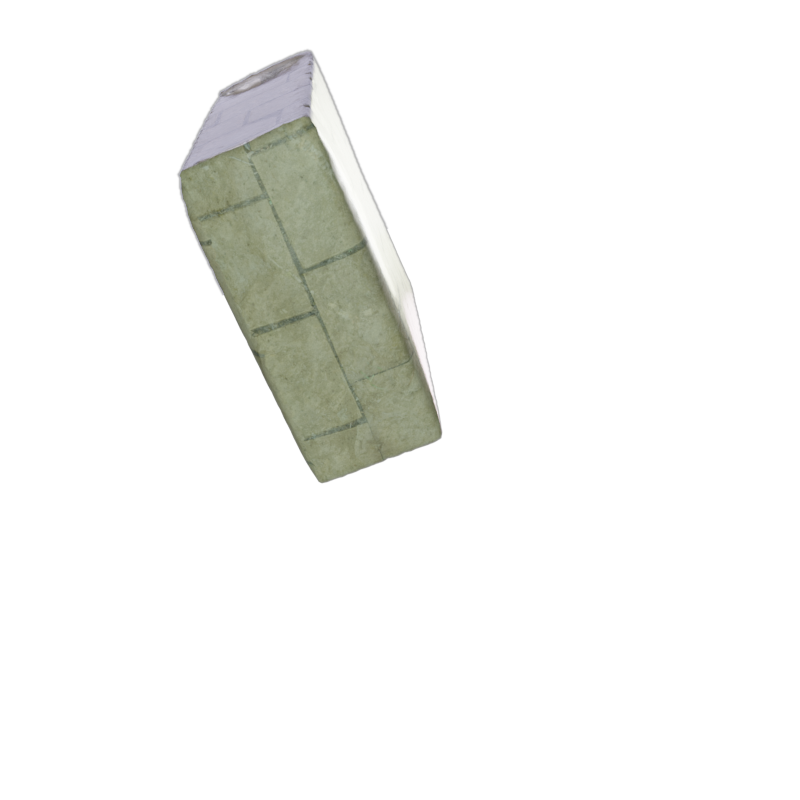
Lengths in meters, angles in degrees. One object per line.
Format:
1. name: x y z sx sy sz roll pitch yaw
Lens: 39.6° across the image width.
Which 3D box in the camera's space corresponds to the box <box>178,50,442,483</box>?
1. box: -0.046 -0.084 0.586 0.072 0.156 0.224 -22 22 6
